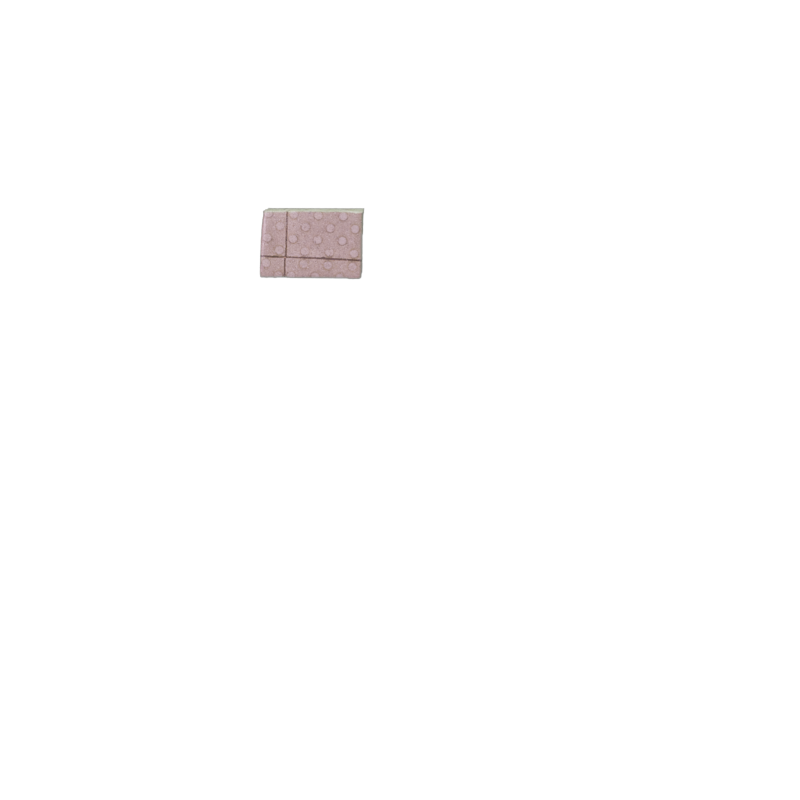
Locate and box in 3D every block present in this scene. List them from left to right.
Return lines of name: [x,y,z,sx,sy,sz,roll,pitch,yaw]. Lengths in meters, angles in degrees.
block: [-0.067,-0.122,0.855,0.078,0.050,0.054,1,10,2]
